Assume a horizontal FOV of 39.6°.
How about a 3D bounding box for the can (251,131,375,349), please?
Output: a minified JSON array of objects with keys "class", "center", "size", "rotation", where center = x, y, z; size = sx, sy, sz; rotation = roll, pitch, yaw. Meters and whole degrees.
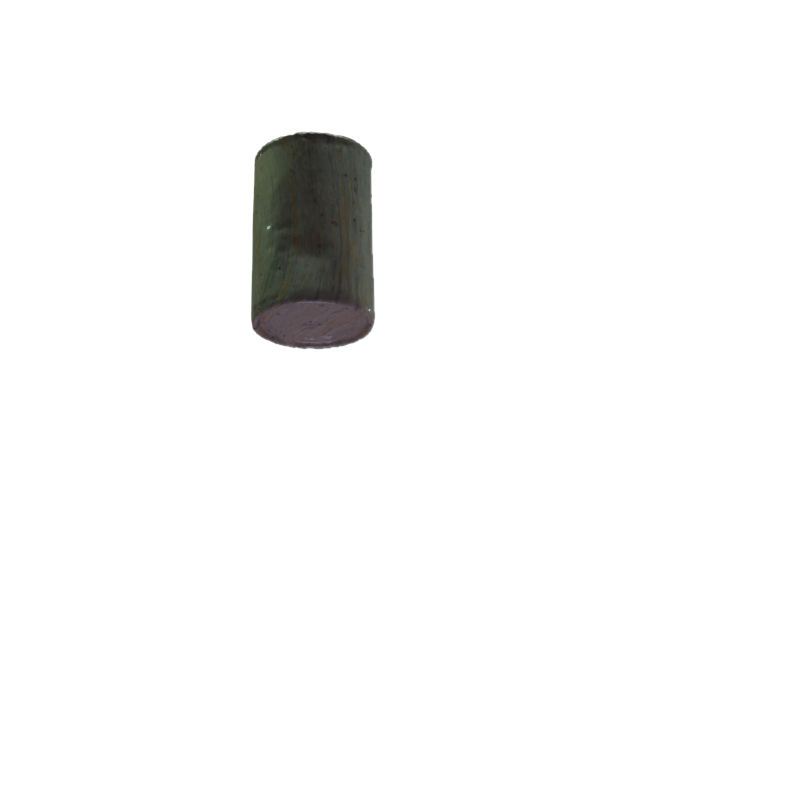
[{"class":"can","center":[-0.048,-0.087,0.612],"size":[0.068,0.108,0.065],"rotation":[0,-24,-2]}]
